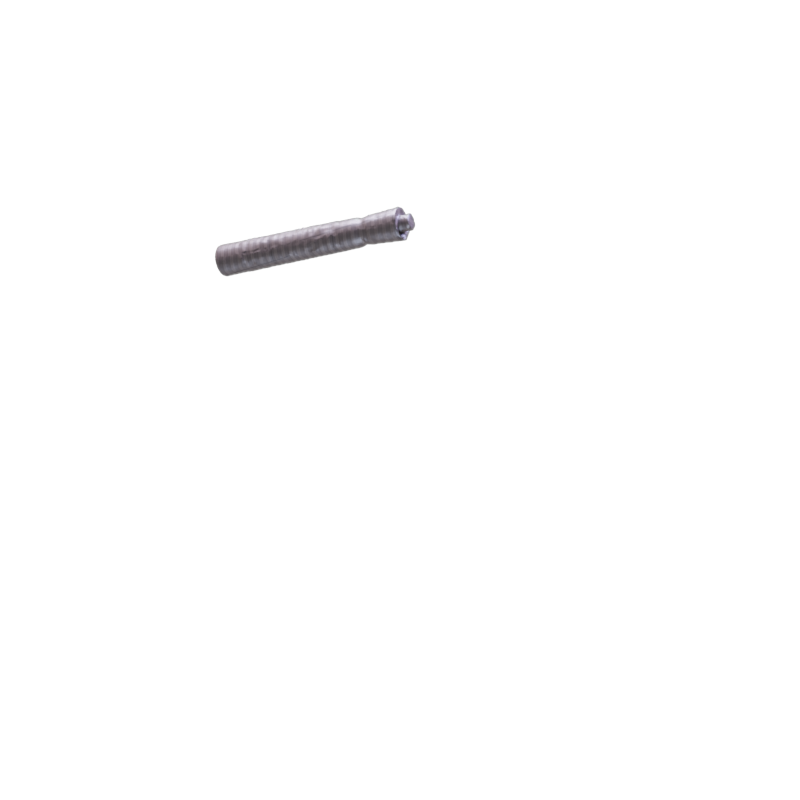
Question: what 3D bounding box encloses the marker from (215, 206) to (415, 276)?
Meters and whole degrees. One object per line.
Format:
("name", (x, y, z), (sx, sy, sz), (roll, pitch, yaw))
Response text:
("marker", (-0.049, -0.089, 0.624), (0.123, 0.020, 0.019), (-8, 0, 26))
